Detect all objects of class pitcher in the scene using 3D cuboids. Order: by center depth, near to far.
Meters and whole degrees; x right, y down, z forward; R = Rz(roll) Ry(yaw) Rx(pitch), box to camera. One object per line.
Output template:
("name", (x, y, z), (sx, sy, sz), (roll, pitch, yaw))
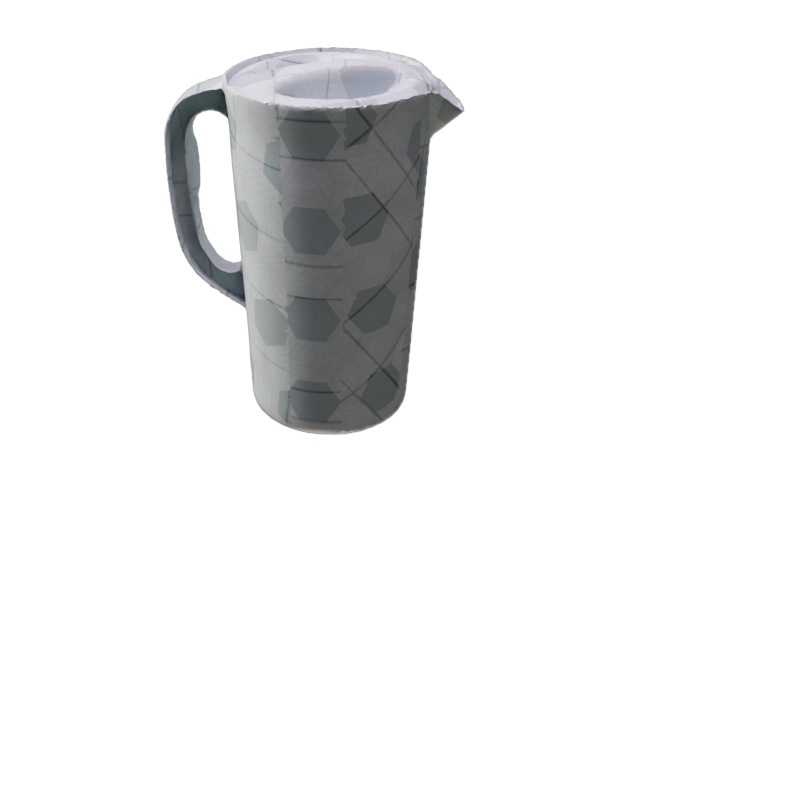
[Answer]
("pitcher", (-0.057, -0.105, 0.734), (0.143, 0.230, 0.159), (-22, 35, -38))
